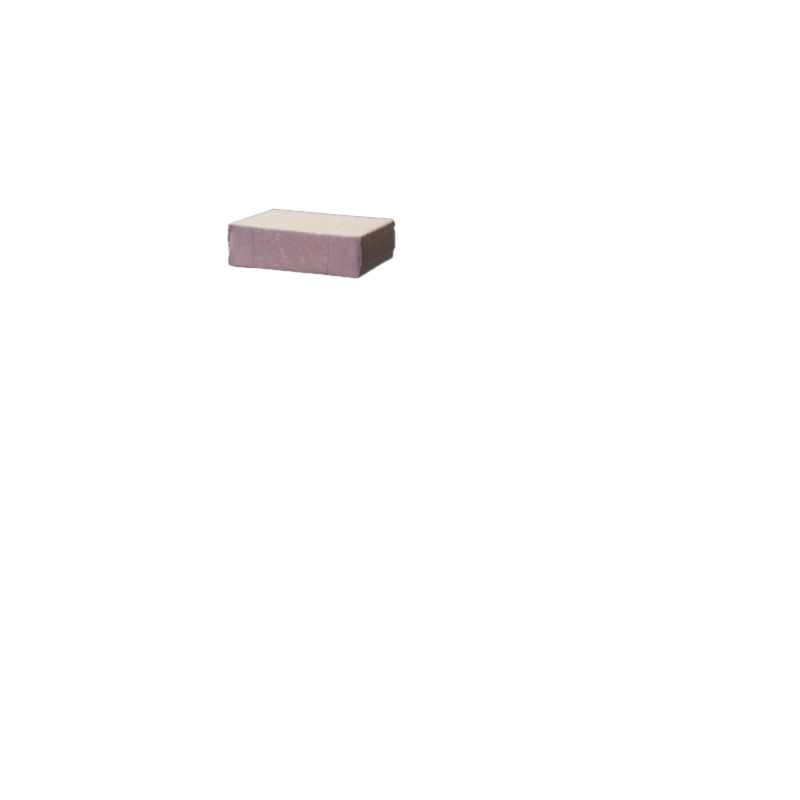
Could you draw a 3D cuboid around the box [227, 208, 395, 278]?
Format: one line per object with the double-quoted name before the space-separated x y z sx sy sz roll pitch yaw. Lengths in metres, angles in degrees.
"box" -0.069 -0.127 0.887 0.117 0.038 0.090 5 16 18
